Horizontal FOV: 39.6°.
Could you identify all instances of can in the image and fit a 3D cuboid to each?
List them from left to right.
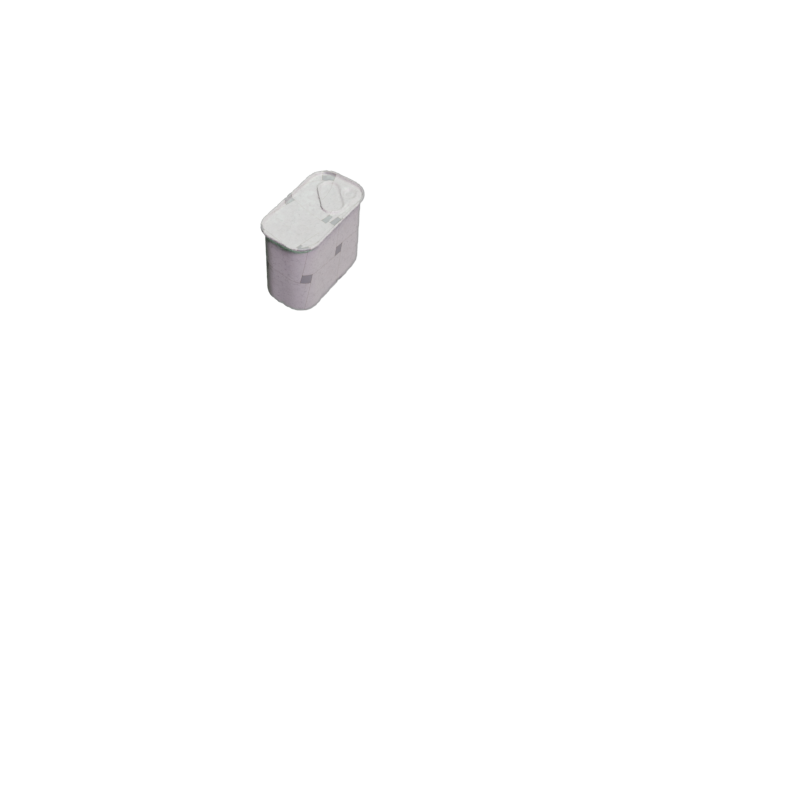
[{"bbox_3d":[-0.078,-0.142,0.997,0.060,0.078,0.104,27,54,19],"label":"can"}]
